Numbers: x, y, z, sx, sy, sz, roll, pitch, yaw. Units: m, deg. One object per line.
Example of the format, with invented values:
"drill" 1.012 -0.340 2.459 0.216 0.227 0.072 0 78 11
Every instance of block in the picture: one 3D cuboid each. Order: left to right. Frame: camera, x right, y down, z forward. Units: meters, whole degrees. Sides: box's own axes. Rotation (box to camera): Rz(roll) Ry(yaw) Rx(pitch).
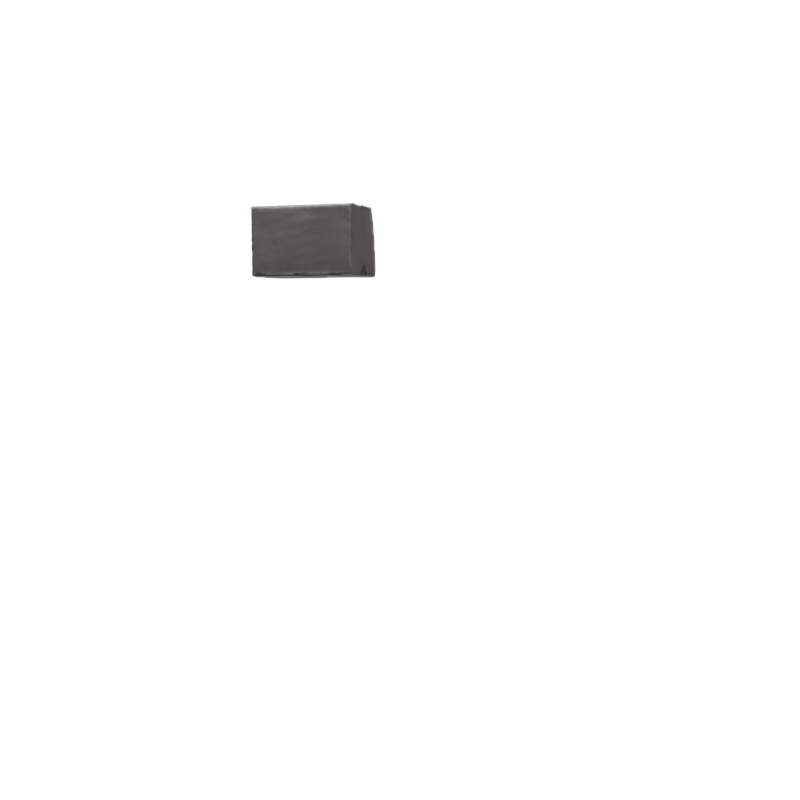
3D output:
"block" -0.062 -0.114 0.796 0.080 0.051 0.051 1 1 19
